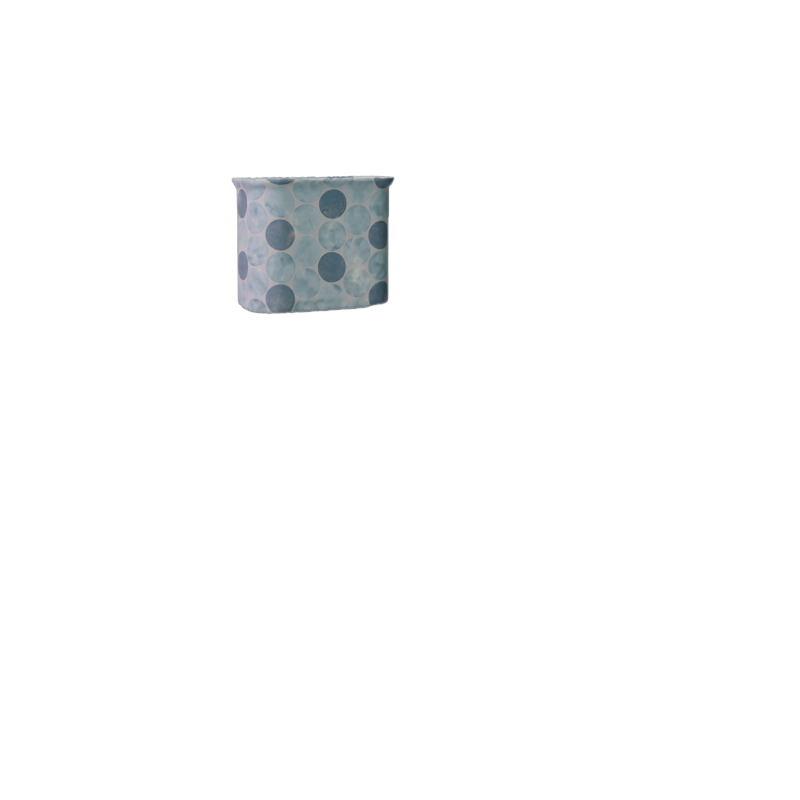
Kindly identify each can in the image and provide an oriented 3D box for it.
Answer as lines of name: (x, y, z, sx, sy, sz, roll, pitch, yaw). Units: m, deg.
can: (-0.056, -0.102, 0.713, 0.099, 0.083, 0.060, -4, 8, -24)
